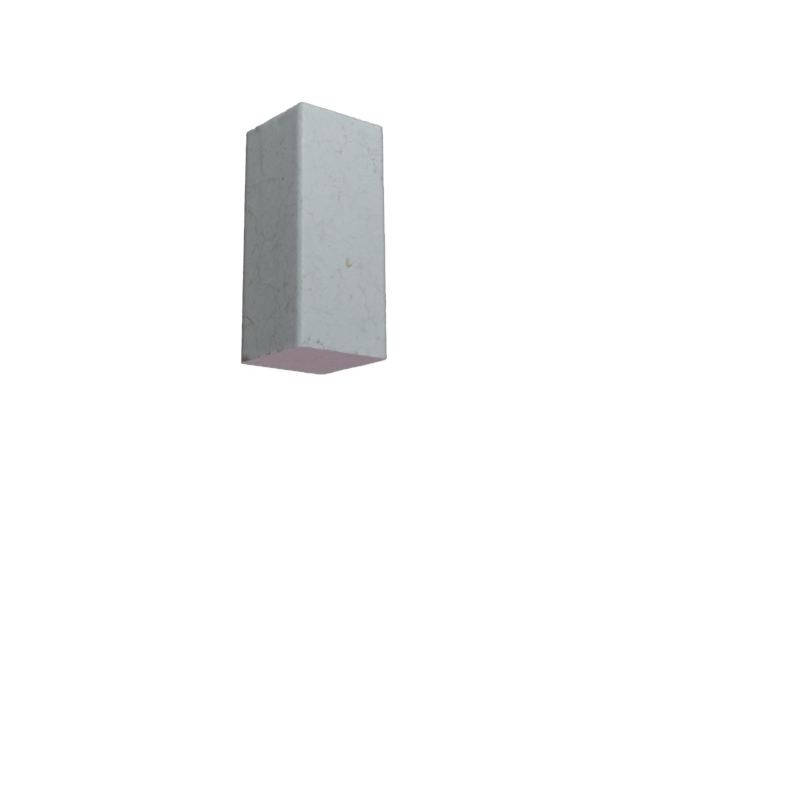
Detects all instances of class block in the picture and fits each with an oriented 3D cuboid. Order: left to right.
[{"bbox_3d":[-0.074,-0.134,0.940,0.086,0.214,0.091,11,-20,-38],"label":"block"}]
